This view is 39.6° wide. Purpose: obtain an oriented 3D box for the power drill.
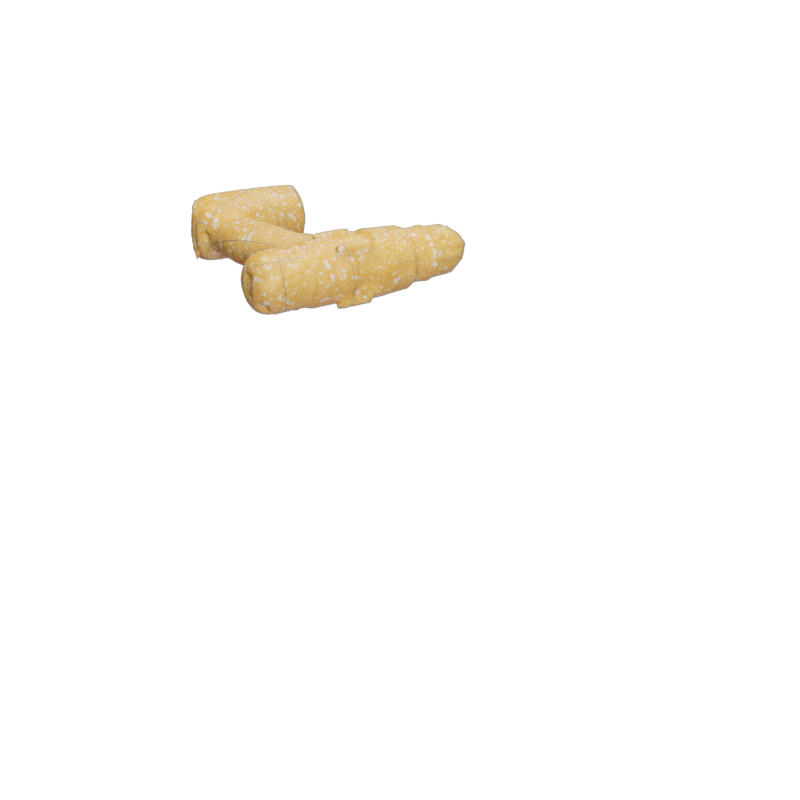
[{"bbox_3d":[-0.069,-0.125,0.875,0.180,0.055,0.200,-13,25,-30],"label":"power drill"}]
